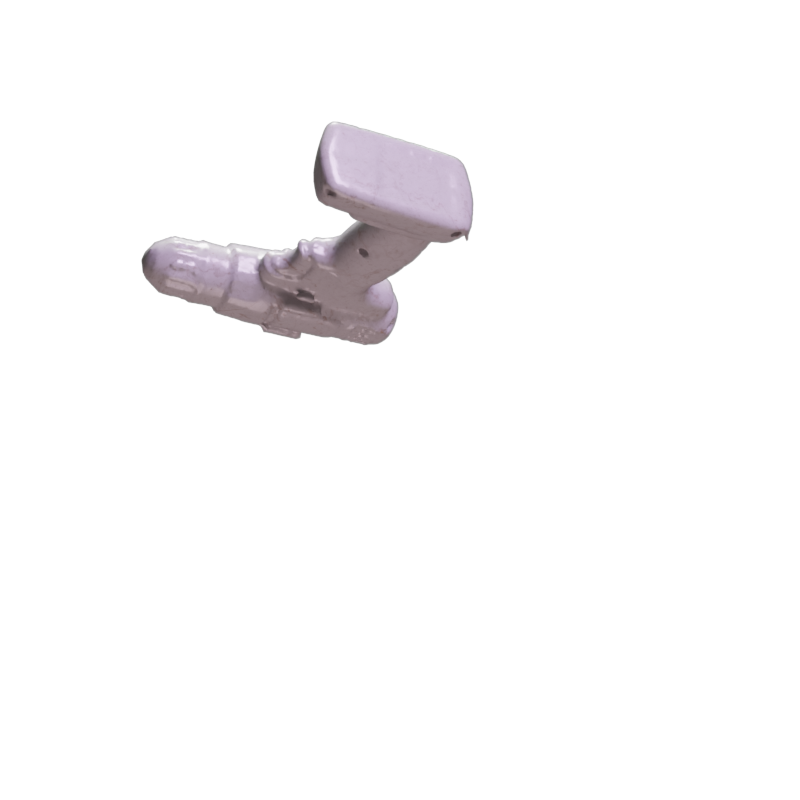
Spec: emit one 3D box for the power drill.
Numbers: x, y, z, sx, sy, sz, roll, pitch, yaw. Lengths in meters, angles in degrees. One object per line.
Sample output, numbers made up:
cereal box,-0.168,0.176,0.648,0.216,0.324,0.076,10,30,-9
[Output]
power drill,-0.056,-0.102,0.713,0.177,0.061,0.184,12,-27,-24
